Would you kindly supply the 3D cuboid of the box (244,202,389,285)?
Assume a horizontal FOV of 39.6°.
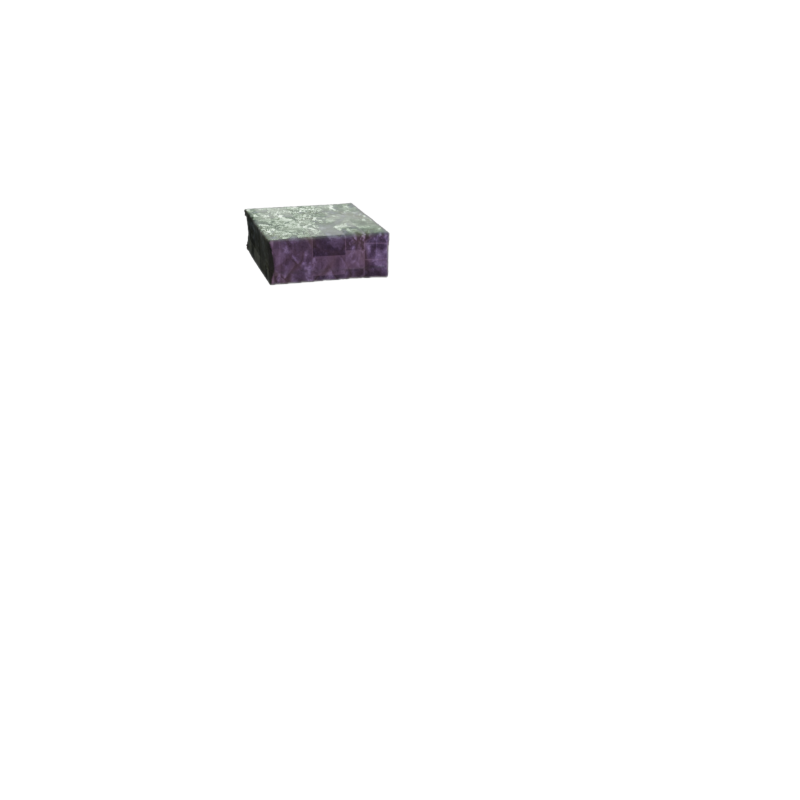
[{"bbox_3d":[-0.066,-0.120,0.841,0.088,0.037,0.119,-5,19,-15],"label":"box"}]
